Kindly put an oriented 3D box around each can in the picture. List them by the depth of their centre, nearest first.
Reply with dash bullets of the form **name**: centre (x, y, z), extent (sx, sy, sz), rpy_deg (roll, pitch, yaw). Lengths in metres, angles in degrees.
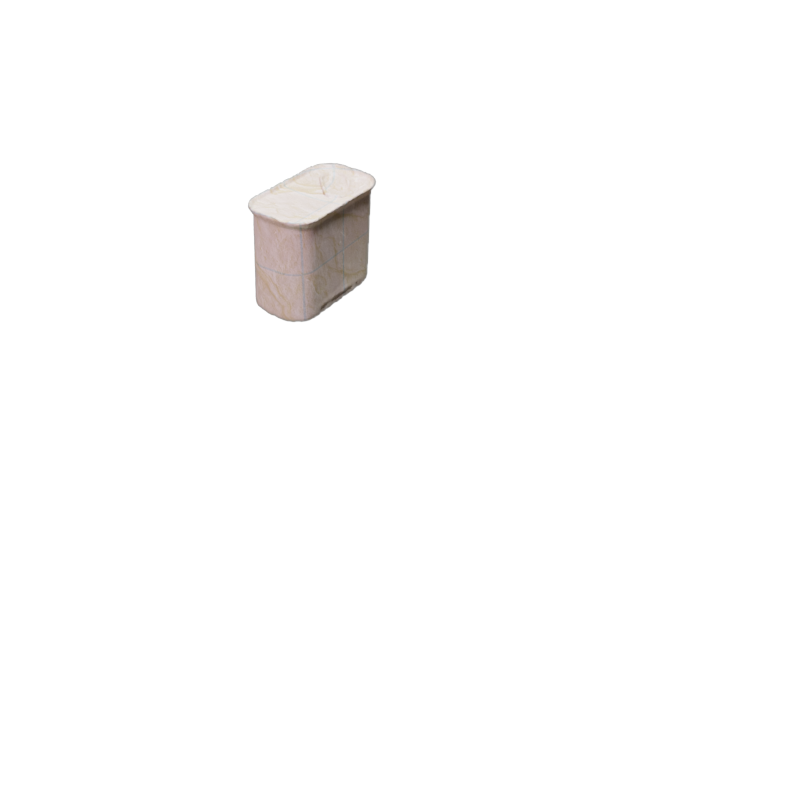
- **can**: centre (-0.064, -0.117, 0.819), extent (0.061, 0.079, 0.103), rpy_deg (21, 38, 28)
